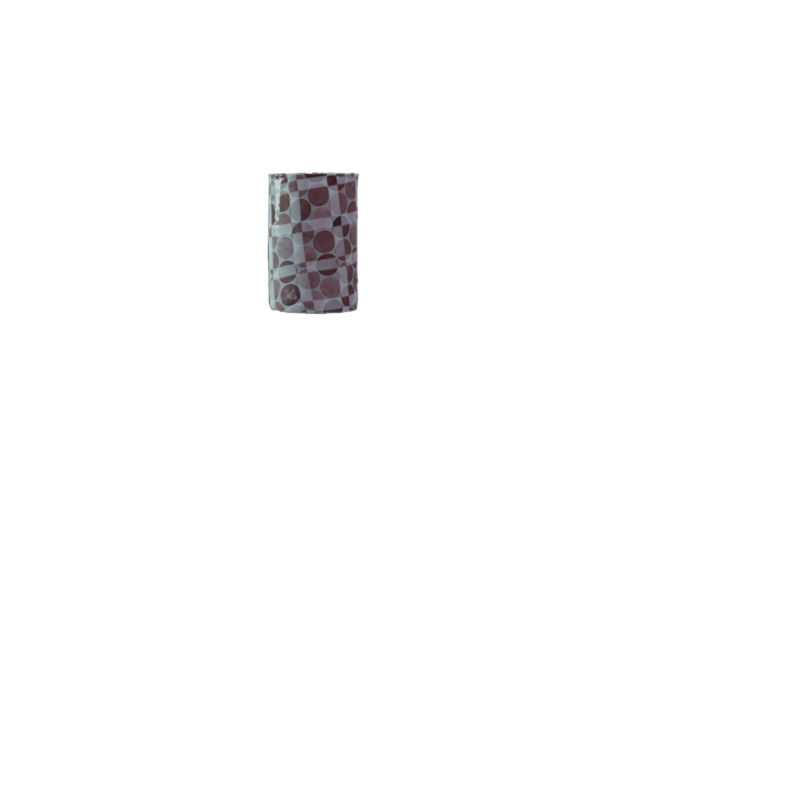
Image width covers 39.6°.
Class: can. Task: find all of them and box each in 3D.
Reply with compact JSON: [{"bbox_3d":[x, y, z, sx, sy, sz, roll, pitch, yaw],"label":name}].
[{"bbox_3d":[-0.065,-0.118,0.827,0.068,0.102,0.069,0,4,-2],"label":"can"}]
